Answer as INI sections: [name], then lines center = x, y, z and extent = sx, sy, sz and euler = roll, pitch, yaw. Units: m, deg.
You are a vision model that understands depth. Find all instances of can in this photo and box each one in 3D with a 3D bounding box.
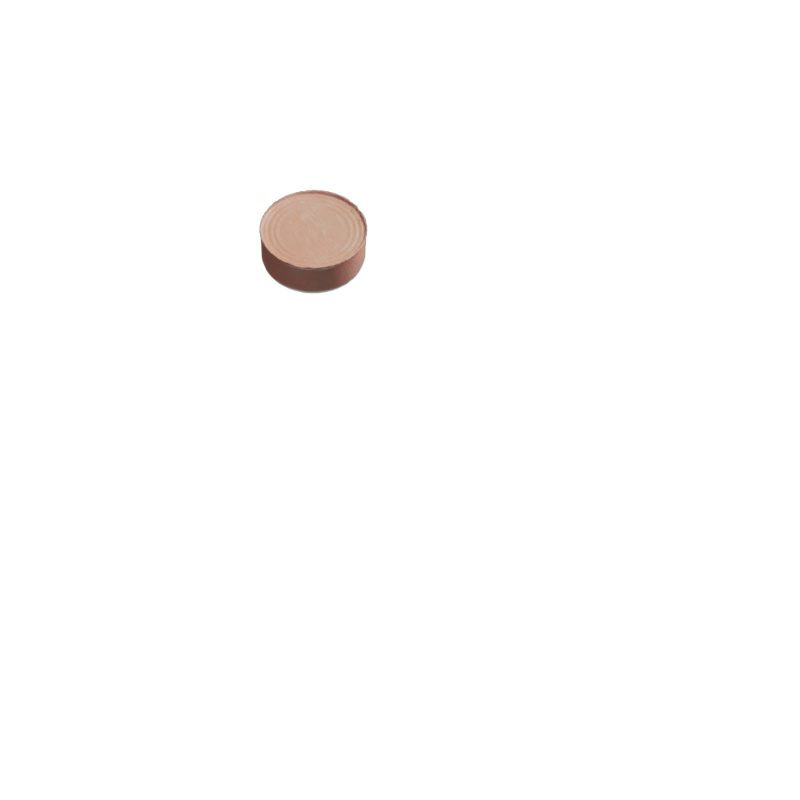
[can]
center = -0.070, -0.127, 0.890
extent = 0.086, 0.092, 0.031
euler = -1, -39, -1
